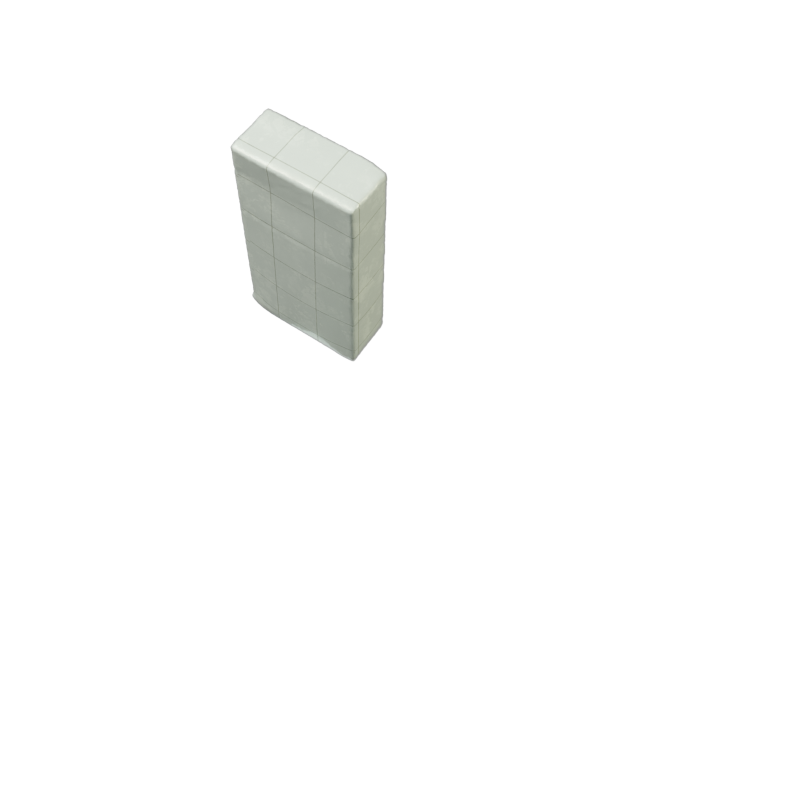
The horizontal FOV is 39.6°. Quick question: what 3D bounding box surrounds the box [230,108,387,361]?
[{"bbox_3d":[-0.057,-0.104,0.730,0.097,0.049,0.165,32,-28,16],"label":"box"}]
